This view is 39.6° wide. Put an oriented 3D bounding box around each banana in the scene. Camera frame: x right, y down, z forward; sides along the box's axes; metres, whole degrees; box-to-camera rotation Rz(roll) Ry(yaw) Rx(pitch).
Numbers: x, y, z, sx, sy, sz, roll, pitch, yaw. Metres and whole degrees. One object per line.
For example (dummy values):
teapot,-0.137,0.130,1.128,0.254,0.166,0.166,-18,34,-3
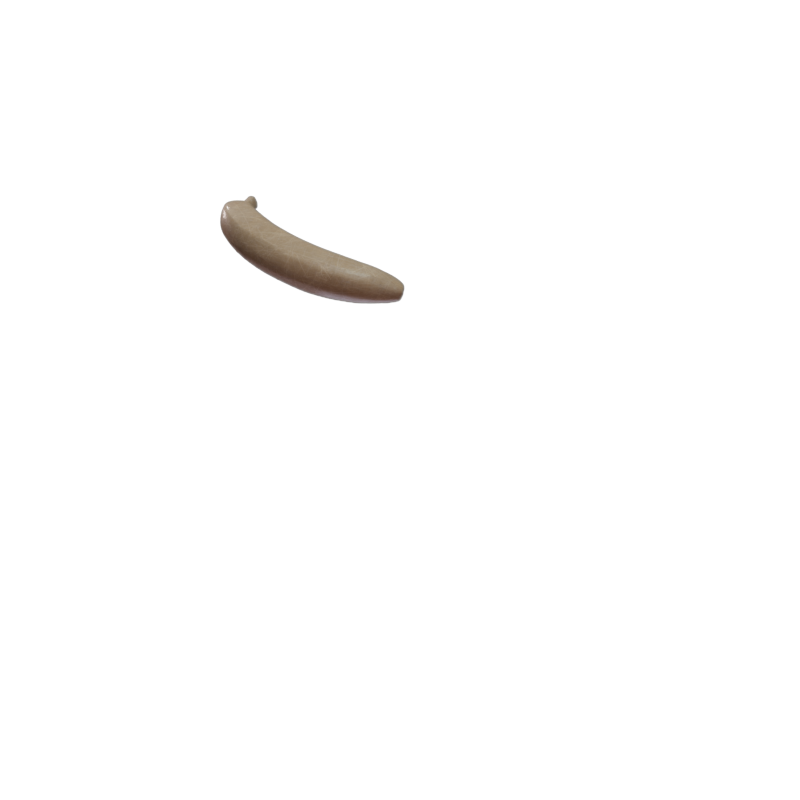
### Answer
banana,-0.086,-0.121,0.883,0.069,0.034,0.212,-27,45,-31
